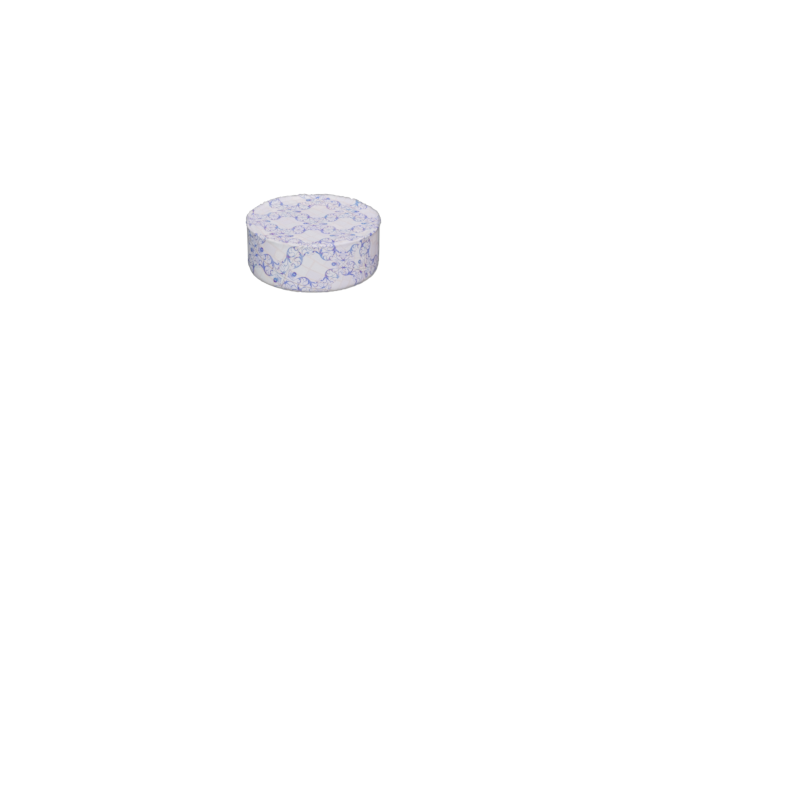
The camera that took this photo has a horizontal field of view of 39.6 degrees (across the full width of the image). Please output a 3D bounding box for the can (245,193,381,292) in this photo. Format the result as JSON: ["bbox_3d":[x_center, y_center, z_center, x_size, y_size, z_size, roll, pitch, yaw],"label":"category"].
[{"bbox_3d":[-0.055,-0.101,0.709,0.086,0.032,0.091,-1,30,-2],"label":"can"}]
